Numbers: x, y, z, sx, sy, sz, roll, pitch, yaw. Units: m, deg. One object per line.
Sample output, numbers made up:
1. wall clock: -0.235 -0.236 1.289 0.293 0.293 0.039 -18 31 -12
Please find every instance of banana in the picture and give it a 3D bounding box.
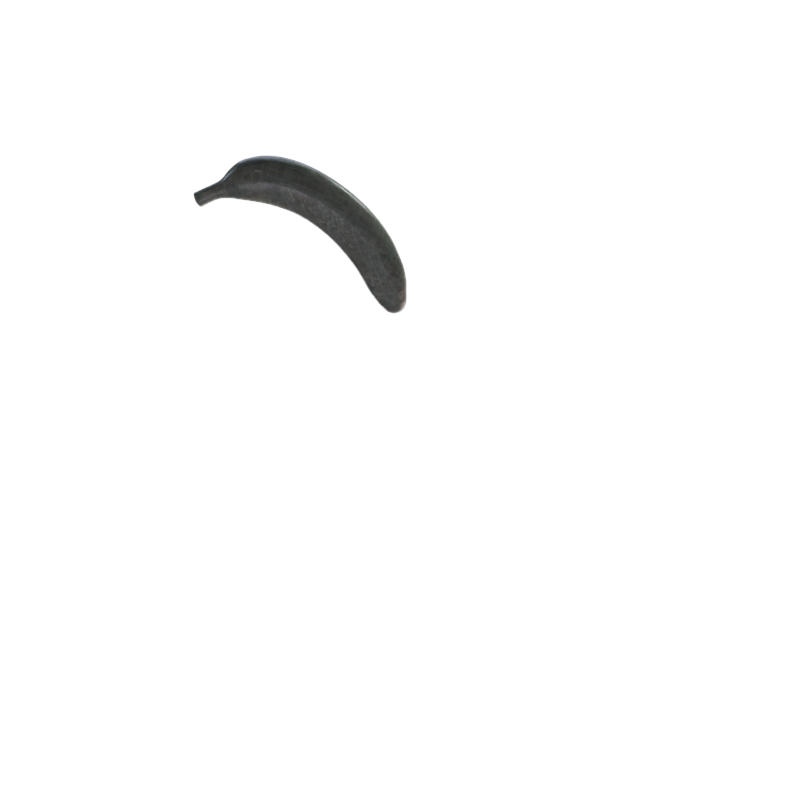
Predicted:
1. banana: -0.060 -0.137 0.860 0.189 0.068 0.039 29 32 -21
